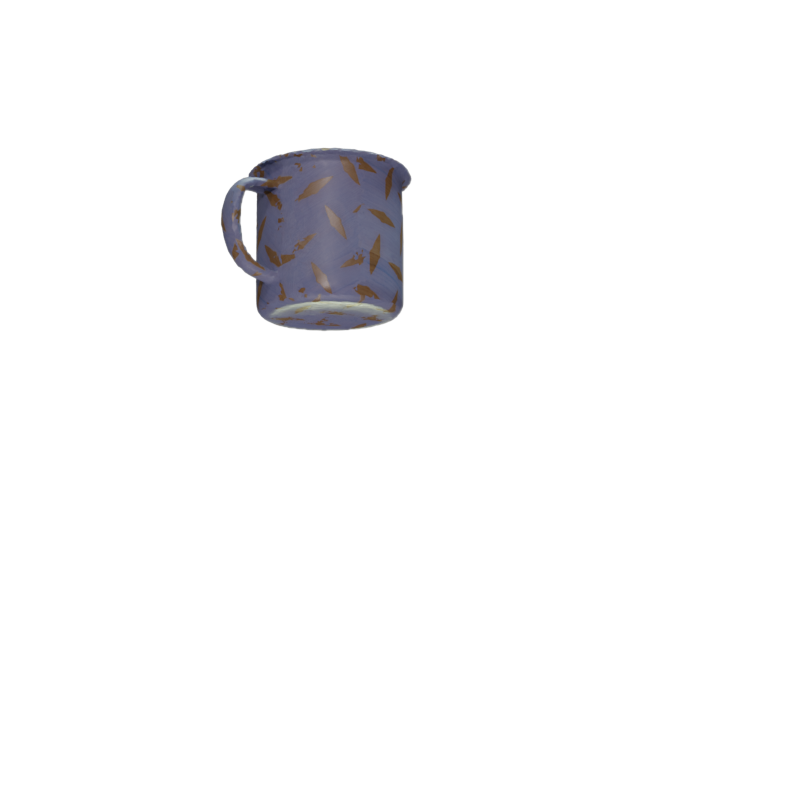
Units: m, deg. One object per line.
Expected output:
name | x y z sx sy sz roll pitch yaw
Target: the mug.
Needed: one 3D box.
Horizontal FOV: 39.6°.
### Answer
mug | -0.048 -0.088 0.613 0.111 0.085 0.095 11 -18 -42
